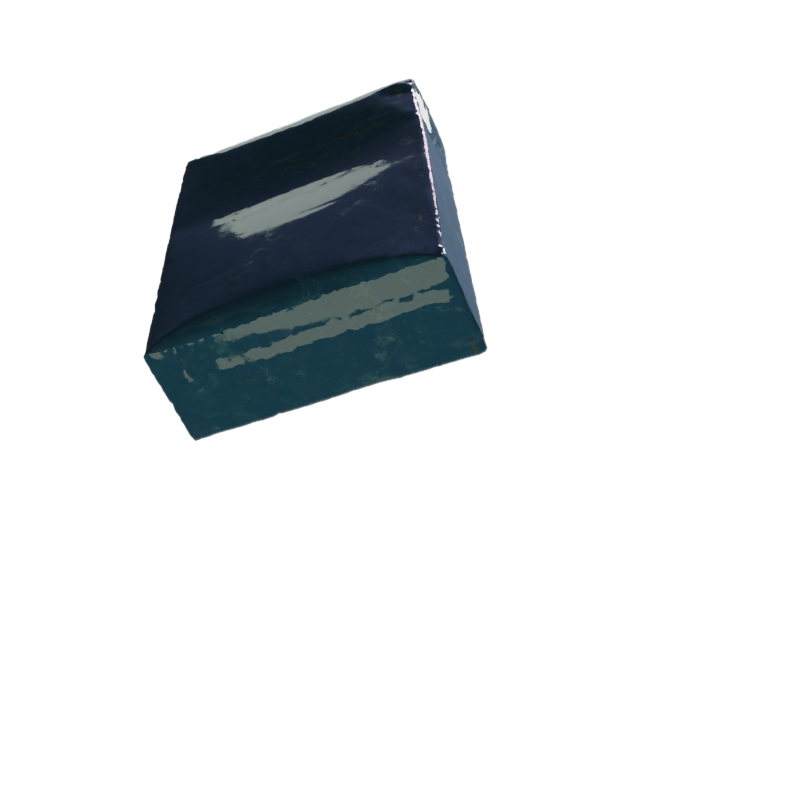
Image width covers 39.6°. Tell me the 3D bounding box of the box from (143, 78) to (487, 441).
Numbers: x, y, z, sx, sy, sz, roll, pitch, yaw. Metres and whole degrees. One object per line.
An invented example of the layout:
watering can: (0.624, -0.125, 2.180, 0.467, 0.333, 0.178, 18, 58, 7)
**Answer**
box: (-0.050, -0.091, 0.640, 0.165, 0.067, 0.229, -18, 37, 10)
